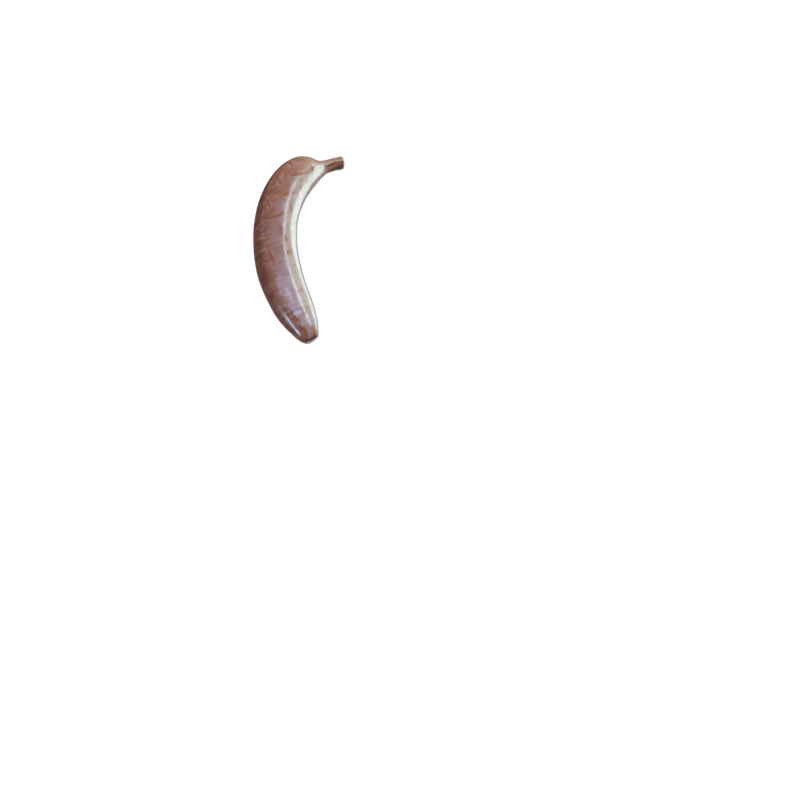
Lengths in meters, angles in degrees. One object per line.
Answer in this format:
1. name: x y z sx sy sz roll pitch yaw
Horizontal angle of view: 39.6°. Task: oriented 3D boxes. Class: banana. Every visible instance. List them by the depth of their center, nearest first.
1. banana: -0.092 -0.140 0.944 0.070 0.210 0.034 5 -32 2
